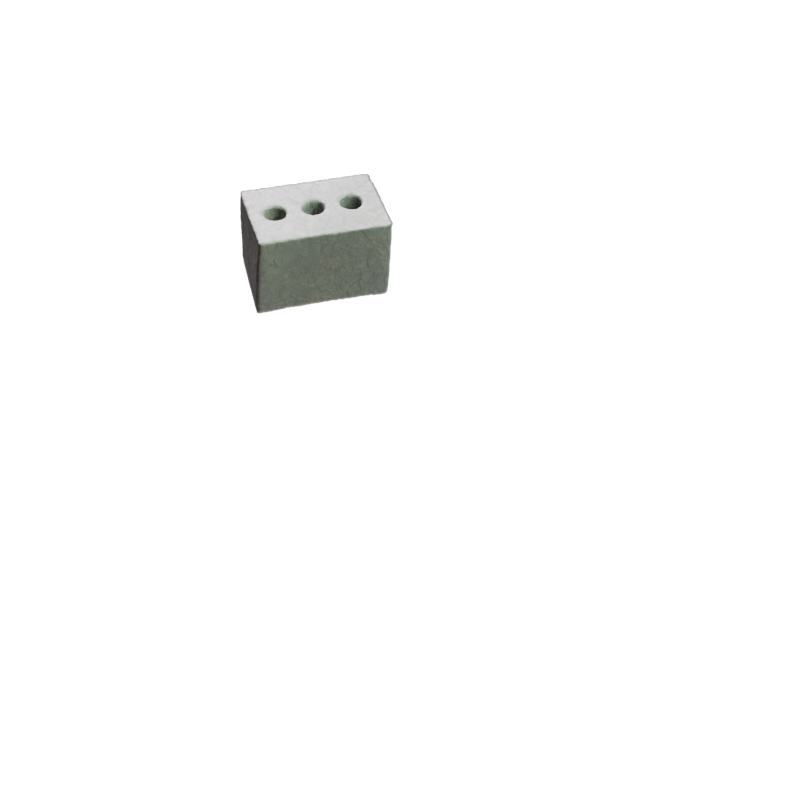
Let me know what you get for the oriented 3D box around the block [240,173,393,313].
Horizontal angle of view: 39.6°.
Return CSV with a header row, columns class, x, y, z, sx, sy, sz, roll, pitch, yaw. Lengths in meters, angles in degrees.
class,x,y,z,sx,sy,sz,roll,pitch,yaw
block,-0.050,-0.090,0.633,0.077,0.048,0.057,-10,45,-12
